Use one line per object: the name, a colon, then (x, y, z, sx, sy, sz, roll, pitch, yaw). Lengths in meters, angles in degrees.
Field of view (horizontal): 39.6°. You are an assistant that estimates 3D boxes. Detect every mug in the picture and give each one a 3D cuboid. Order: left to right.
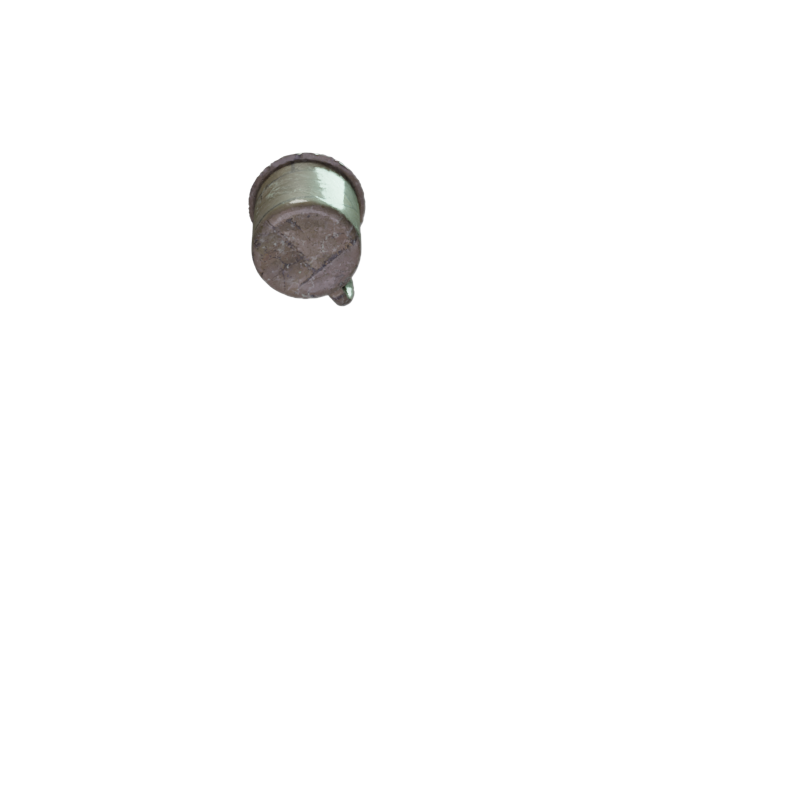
mug: (-0.066, -0.121, 0.848, 0.093, 0.110, 0.087, -21, 30, 11)
